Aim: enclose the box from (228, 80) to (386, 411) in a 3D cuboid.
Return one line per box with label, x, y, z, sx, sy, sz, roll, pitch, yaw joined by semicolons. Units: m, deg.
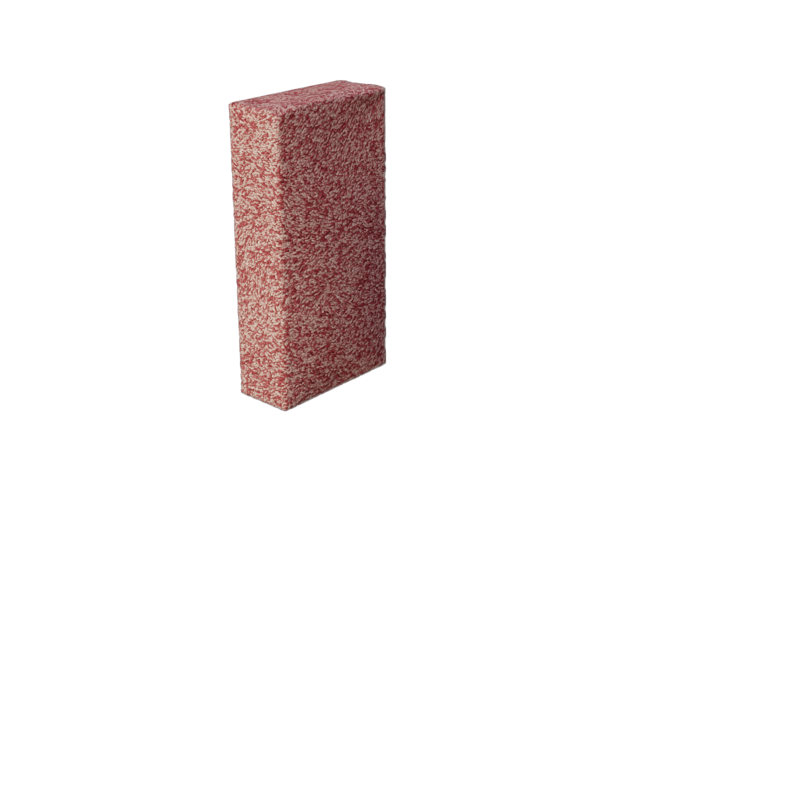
box;-0.051;-0.093;0.649;0.051;0.168;0.092;19;29;37
